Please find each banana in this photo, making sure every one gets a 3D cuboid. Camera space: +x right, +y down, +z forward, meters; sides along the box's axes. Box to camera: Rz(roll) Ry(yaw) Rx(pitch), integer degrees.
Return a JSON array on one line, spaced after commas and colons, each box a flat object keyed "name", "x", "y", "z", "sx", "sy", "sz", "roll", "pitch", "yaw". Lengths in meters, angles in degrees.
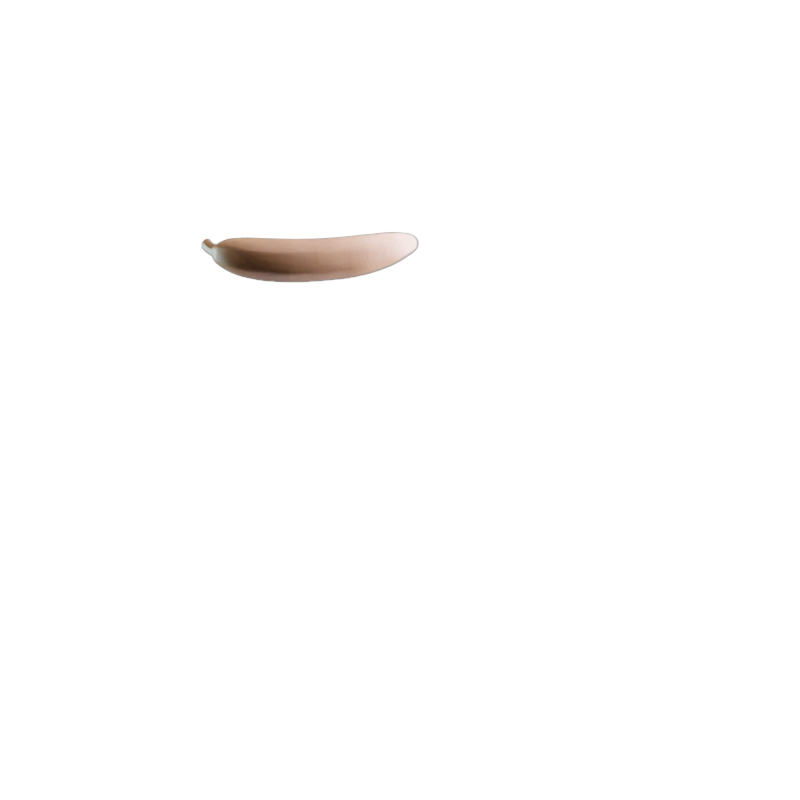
[{"name": "banana", "x": -0.081, "y": -0.131, "z": 0.981, "sx": 0.198, "sy": 0.034, "sz": 0.074, "roll": 1, "pitch": 35, "yaw": 1}]
